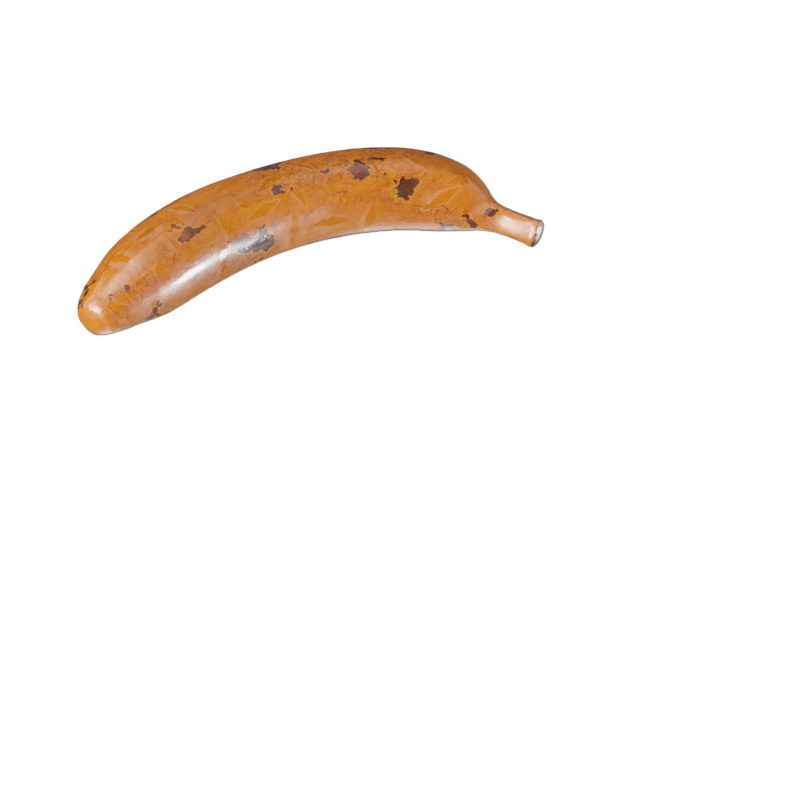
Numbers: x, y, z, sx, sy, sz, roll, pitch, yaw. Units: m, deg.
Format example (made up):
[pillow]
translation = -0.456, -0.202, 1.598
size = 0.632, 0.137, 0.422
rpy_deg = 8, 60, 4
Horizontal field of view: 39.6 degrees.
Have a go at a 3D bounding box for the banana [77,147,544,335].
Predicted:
[banana]
translation = -0.040, -0.072, 0.445
size = 0.195, 0.035, 0.075
rpy_deg = -16, 36, -24
